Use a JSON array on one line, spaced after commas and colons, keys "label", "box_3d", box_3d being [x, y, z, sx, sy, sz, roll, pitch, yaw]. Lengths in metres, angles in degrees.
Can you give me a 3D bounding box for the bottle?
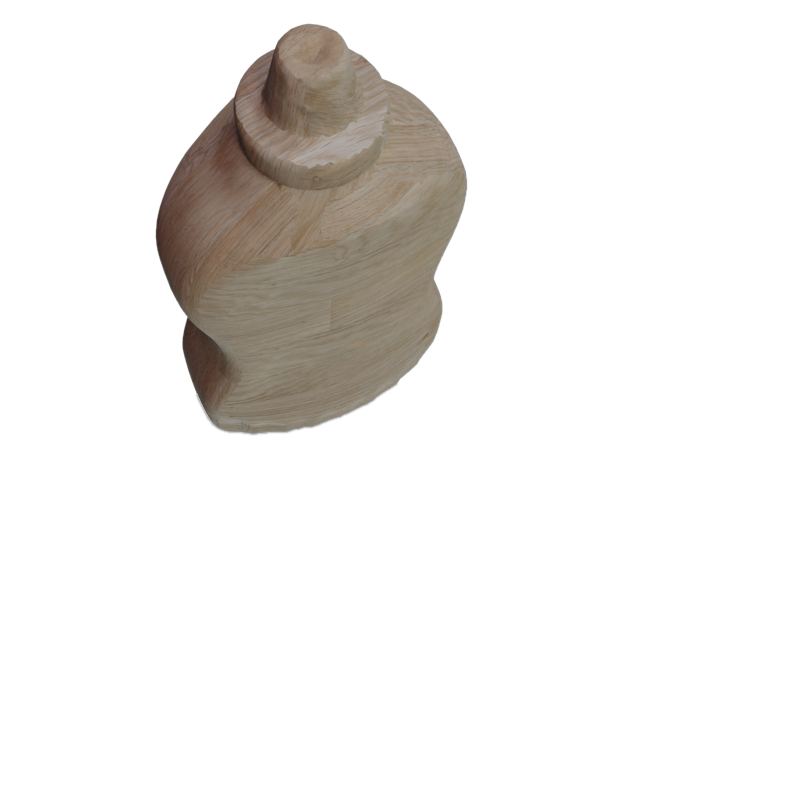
[{"label": "bottle", "box_3d": [-0.028, -0.051, 0.352, 0.095, 0.062, 0.182, -21, -19, -12]}]
